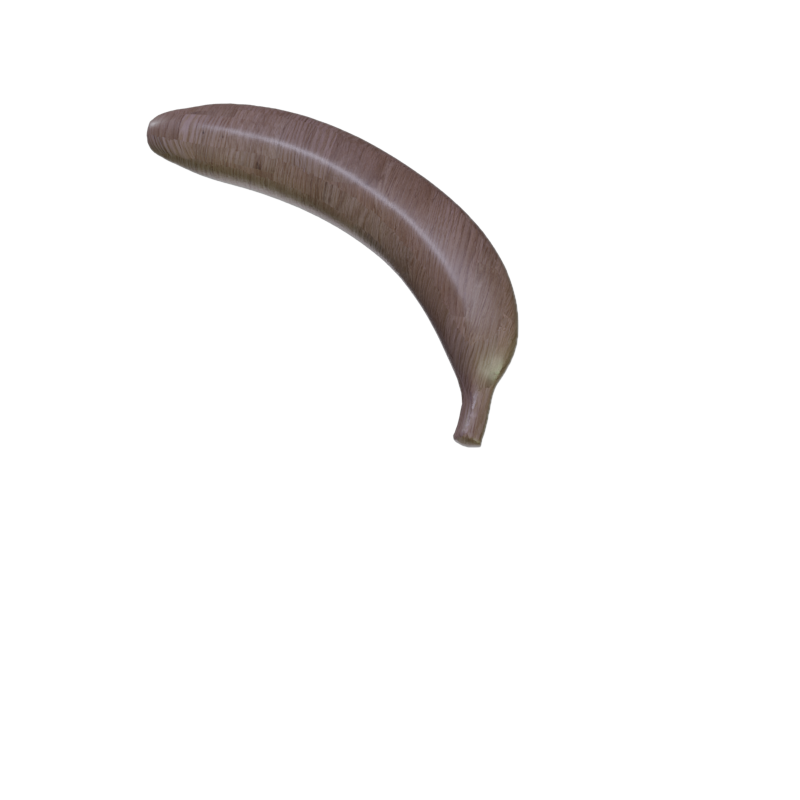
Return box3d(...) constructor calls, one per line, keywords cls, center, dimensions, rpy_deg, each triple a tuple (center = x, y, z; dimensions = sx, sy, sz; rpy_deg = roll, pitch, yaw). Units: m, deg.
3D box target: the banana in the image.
box3d(cls="banana", center=(-0.019, -0.073, 0.452), dimensions=(0.070, 0.209, 0.034), rpy_deg=(-39, -23, -20))
